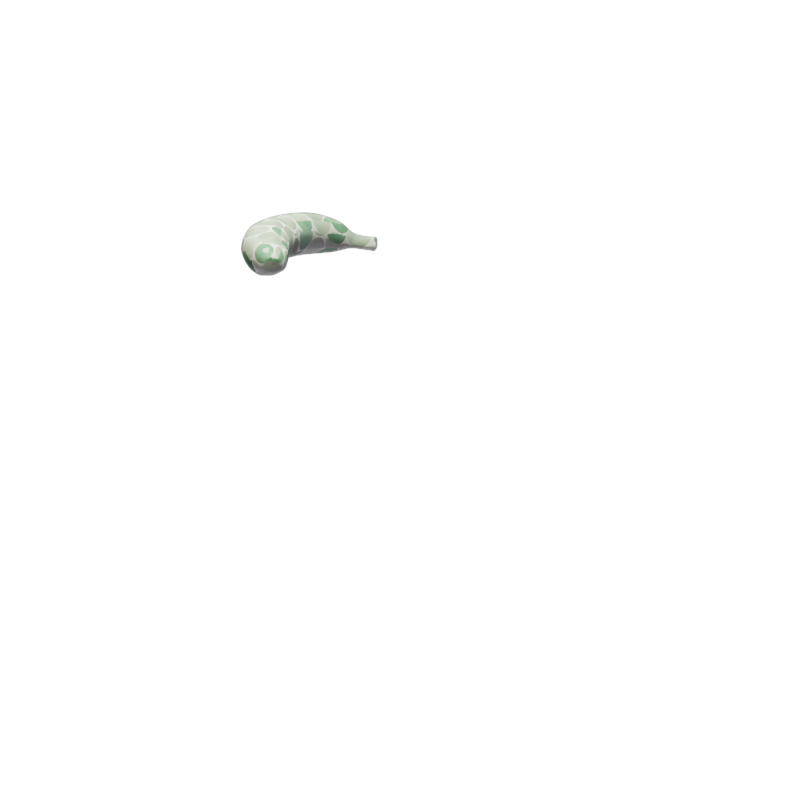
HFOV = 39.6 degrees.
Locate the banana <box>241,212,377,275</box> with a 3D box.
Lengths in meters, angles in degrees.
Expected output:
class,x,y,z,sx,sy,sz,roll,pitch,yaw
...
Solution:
class,x,y,z,sx,sy,sz,roll,pitch,yaw
banana,-0.084,-0.127,0.876,0.072,0.036,0.197,5,16,21
